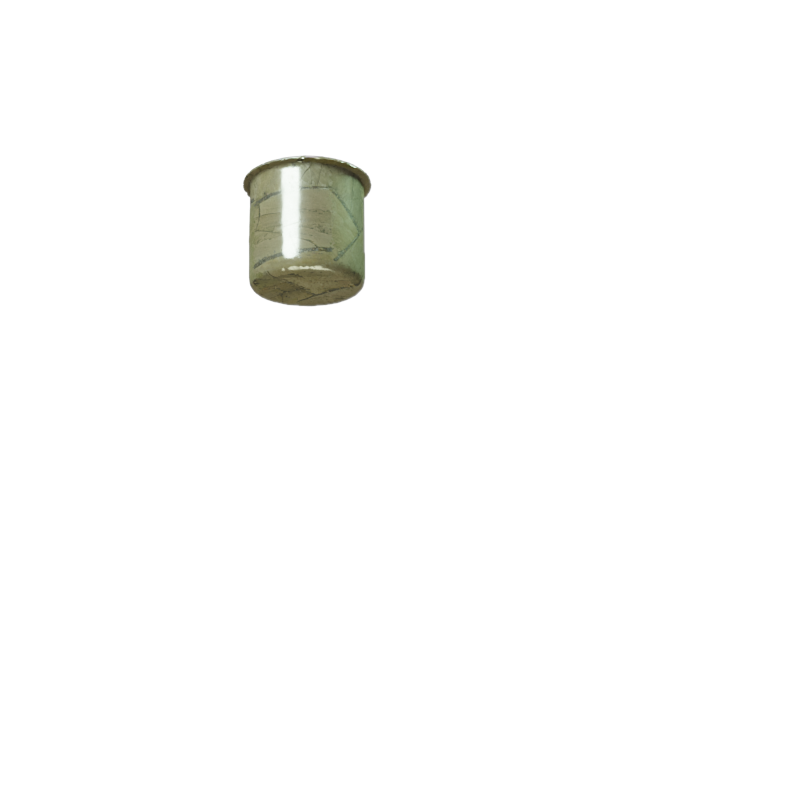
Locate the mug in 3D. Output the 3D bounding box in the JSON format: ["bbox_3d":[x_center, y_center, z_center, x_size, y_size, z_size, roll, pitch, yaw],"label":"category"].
[{"bbox_3d":[-0.062,-0.114,0.798,0.095,0.085,0.110,-7,-19,18],"label":"mug"}]
